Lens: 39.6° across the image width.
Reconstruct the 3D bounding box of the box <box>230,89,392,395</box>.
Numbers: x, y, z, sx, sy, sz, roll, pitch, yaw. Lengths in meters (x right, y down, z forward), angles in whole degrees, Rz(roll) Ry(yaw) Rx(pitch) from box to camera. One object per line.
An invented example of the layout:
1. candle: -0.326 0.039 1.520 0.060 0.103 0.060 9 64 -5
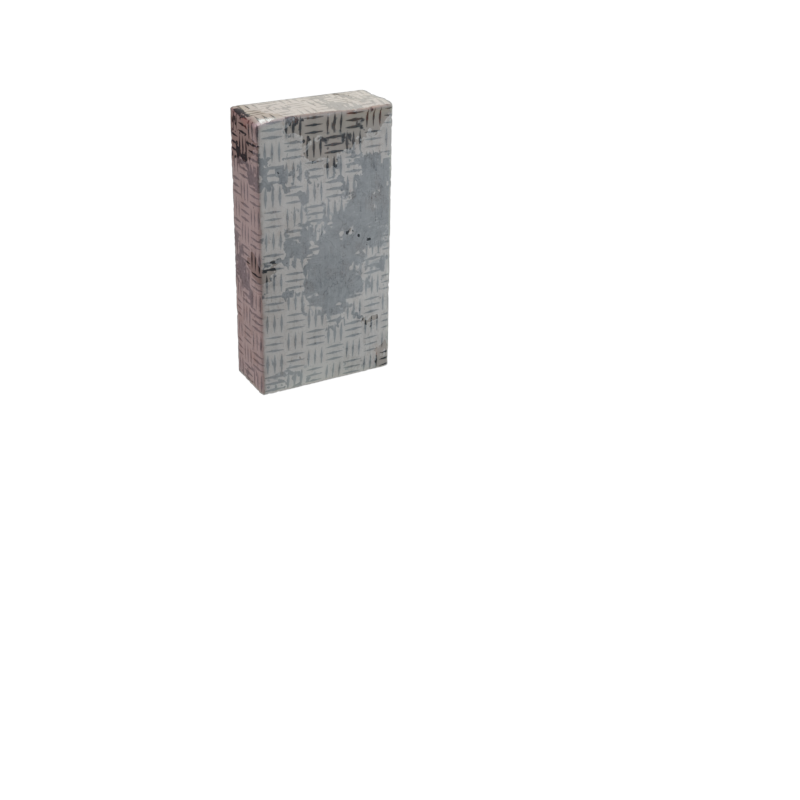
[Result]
1. box: -0.054 -0.098 0.686 0.092 0.167 0.052 -12 29 -27
